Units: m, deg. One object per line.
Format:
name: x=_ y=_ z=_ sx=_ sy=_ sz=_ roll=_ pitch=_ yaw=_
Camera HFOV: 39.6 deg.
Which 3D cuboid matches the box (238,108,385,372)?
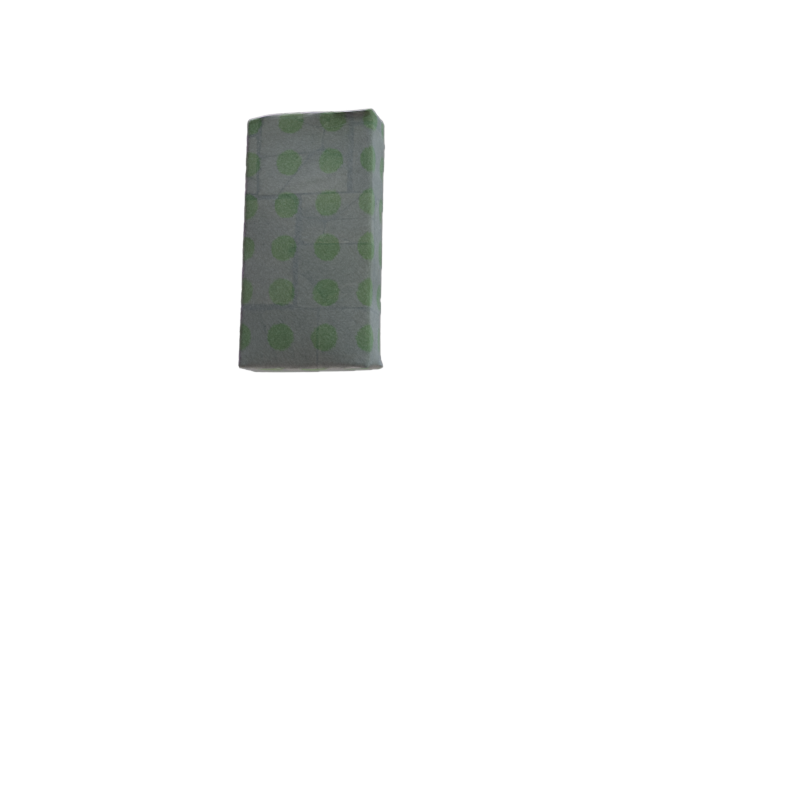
box: x=-0.060 y=-0.108 z=0.758 sx=0.095 sy=0.180 sz=0.046 roll=-2 pitch=-8 yaw=15
